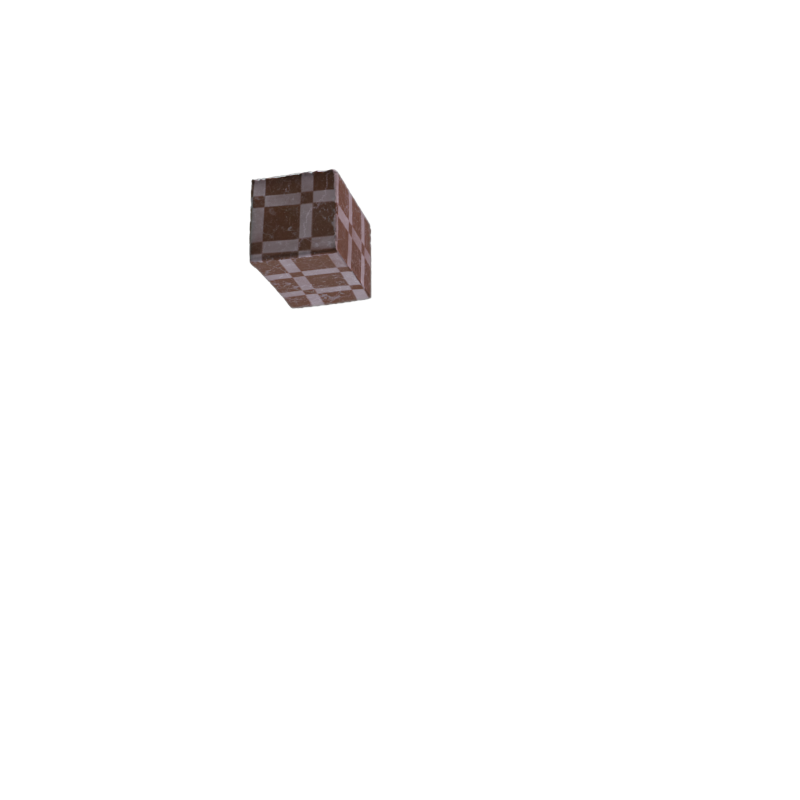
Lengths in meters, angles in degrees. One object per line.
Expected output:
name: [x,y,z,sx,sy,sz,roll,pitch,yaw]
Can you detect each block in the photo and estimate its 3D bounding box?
block: [-0.050,-0.092,0.643,0.053,0.054,0.073,-6,-20,13]
